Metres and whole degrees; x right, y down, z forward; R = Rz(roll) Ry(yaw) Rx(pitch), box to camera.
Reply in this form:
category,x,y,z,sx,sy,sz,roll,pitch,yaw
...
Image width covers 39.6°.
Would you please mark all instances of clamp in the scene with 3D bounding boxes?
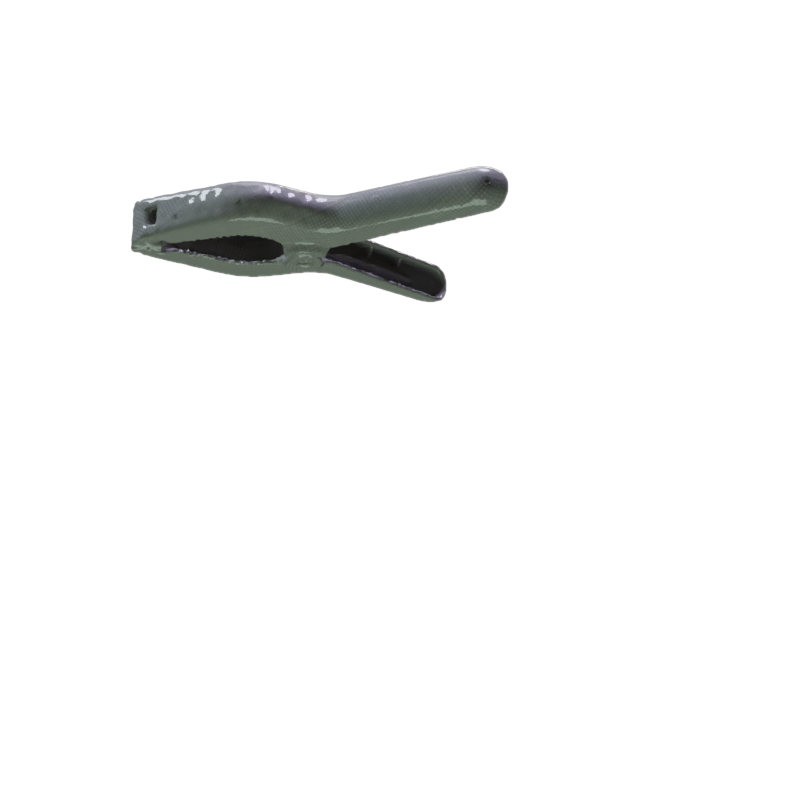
category,x,y,z,sx,sy,sz,roll,pitch,yaw
clamp,-0.052,-0.094,0.661,0.210,0.038,0.157,0,-17,-1
